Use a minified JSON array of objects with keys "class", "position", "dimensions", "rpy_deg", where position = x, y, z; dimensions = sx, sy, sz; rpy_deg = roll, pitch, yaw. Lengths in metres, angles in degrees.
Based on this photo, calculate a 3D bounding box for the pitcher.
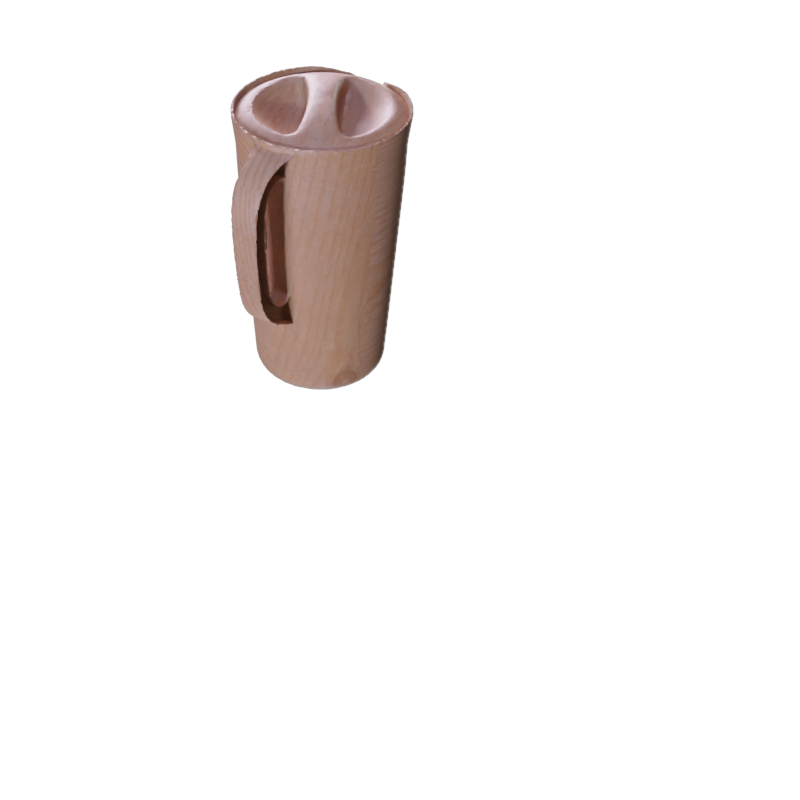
[{"class":"pitcher","position":[-0.068,-0.123,0.864],"dimensions":[0.147,0.227,0.157],"rpy_deg":[-9,39,-15]}]
